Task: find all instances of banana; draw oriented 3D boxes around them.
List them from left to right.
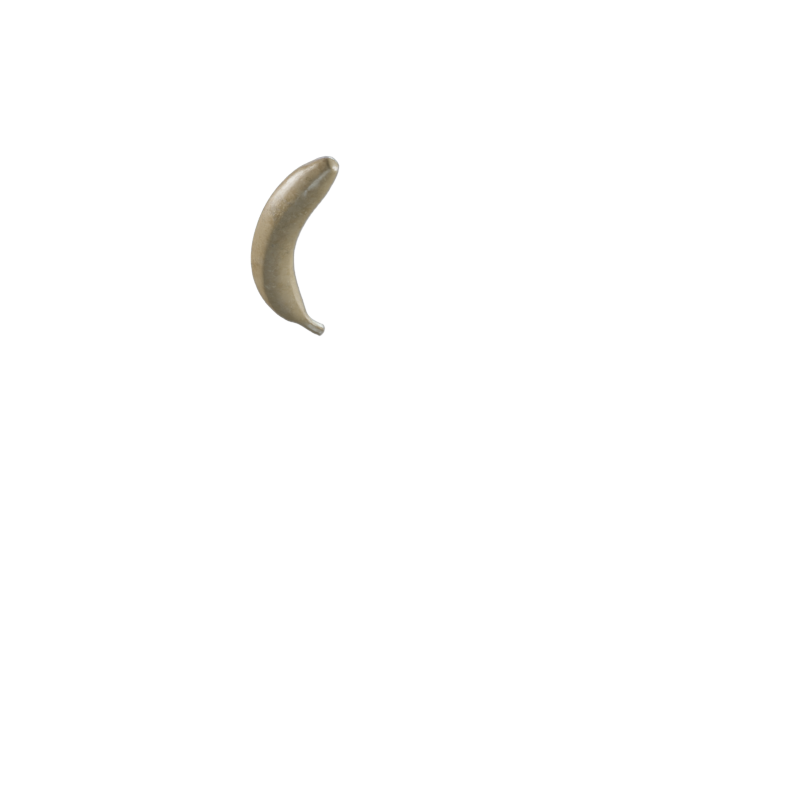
[{"bbox_3d":[-0.093,-0.133,0.949,0.069,0.039,0.185,3,-43,-5],"label":"banana"}]
